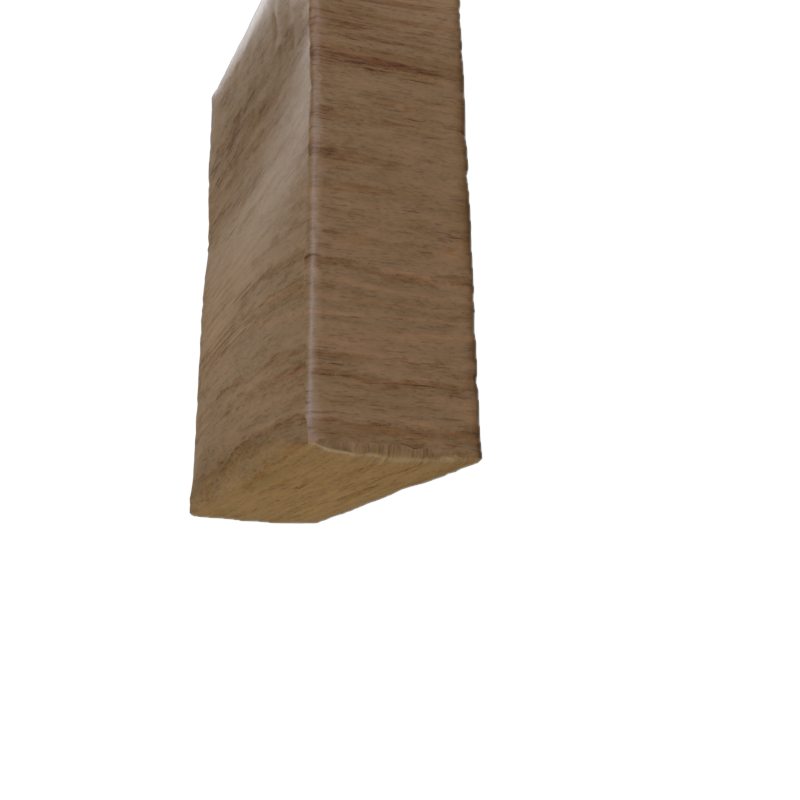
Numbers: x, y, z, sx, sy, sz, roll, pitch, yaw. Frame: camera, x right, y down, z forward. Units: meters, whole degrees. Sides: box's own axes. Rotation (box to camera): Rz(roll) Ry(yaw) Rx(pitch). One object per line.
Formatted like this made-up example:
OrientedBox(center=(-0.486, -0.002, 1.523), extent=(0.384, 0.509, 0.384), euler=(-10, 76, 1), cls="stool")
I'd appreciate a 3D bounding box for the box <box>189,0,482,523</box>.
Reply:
OrientedBox(center=(-0.037, -0.067, 0.468), extent=(0.070, 0.224, 0.162), euler=(7, -20, -22), cls="box")
